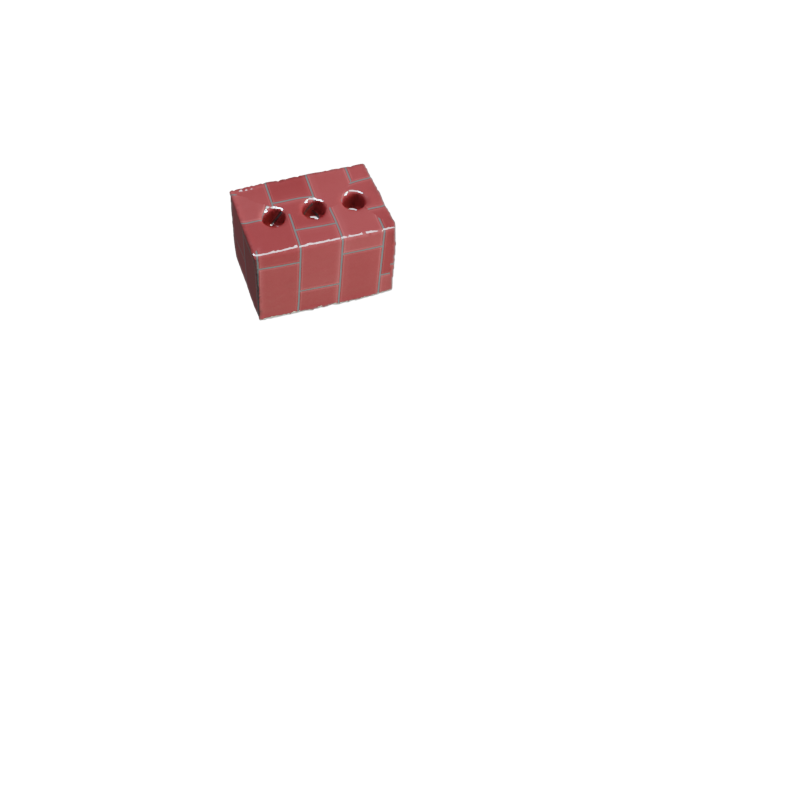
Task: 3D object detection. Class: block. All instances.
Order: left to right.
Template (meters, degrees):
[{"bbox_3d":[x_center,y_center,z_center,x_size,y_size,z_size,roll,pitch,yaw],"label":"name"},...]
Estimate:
[{"bbox_3d":[-0.046,-0.085,0.593,0.077,0.057,0.048,-14,-38,-13],"label":"block"}]
